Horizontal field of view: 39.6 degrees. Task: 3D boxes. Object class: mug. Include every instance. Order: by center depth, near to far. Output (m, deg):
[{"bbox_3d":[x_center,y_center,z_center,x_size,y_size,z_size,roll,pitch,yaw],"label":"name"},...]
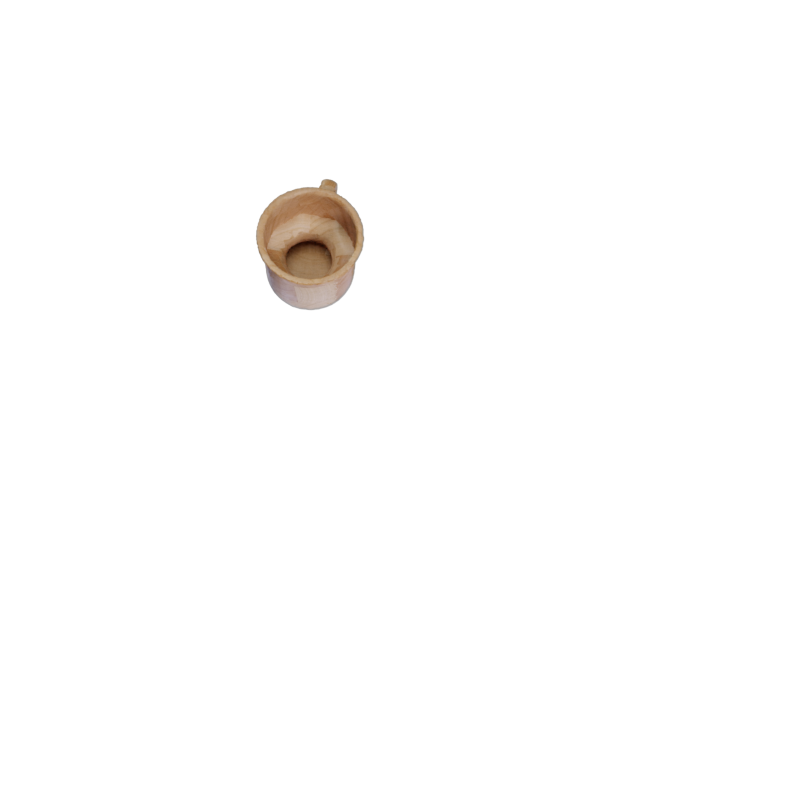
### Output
[{"bbox_3d":[-0.078,-0.142,0.992,0.094,0.122,0.078,12,-21,3],"label":"mug"}]
